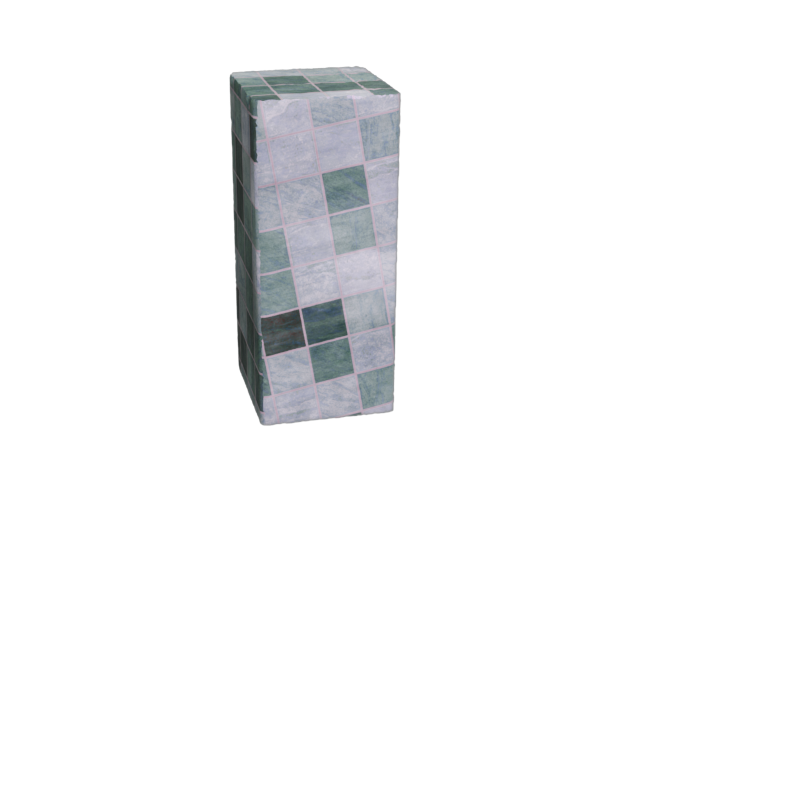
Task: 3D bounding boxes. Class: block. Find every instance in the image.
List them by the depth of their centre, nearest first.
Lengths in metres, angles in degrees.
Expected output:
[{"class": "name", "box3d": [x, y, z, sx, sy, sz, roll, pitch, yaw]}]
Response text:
[{"class": "block", "box3d": [-0.056, -0.101, 0.704, 0.089, 0.197, 0.096, -5, 23, -15]}]
